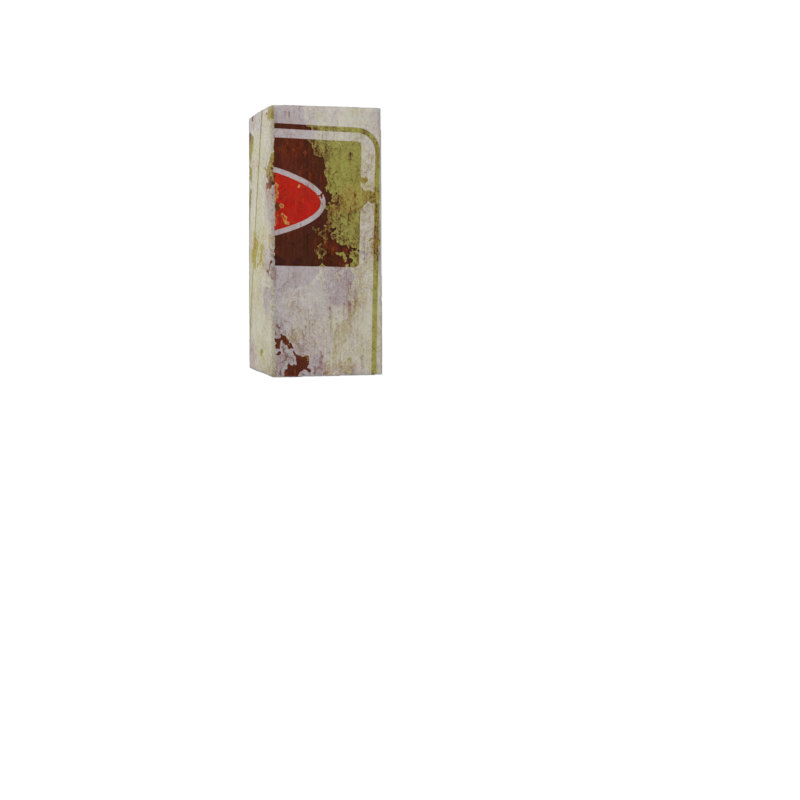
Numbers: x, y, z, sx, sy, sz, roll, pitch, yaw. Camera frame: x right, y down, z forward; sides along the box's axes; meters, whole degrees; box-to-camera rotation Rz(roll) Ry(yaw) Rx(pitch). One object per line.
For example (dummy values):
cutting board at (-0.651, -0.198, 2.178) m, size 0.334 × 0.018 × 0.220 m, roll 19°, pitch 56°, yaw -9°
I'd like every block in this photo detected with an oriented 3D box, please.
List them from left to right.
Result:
block at (-0.069, -0.126, 0.885) m, size 0.089 × 0.207 × 0.092 m, roll 0°, pitch 0°, yaw -17°
